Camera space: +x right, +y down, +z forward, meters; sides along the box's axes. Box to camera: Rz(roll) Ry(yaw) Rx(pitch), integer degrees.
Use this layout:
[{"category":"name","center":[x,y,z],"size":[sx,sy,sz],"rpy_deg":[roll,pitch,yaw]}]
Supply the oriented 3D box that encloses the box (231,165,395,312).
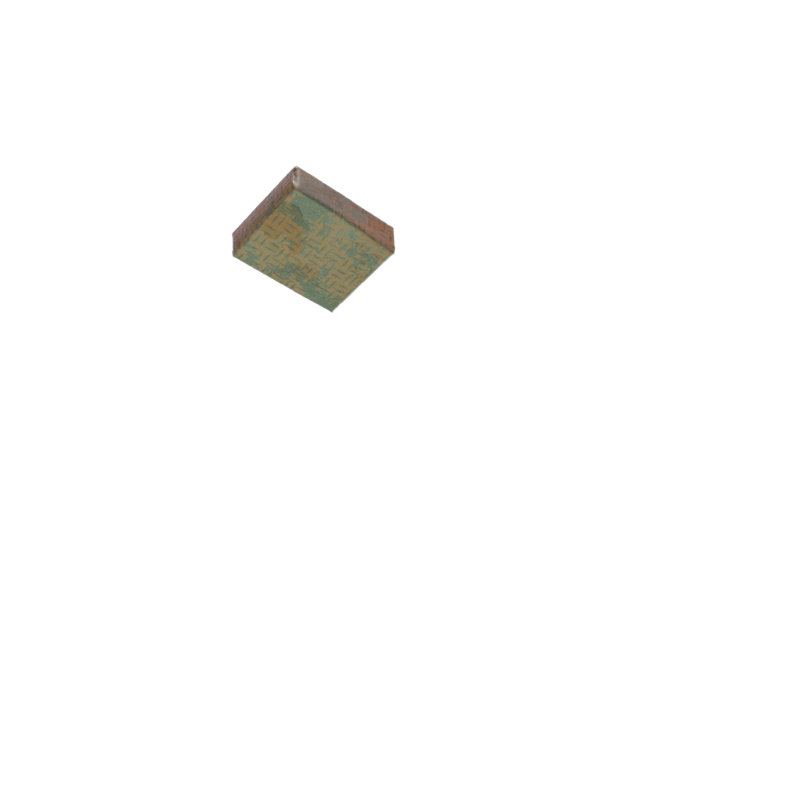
[{"category":"box","center":[-0.074,-0.135,0.947],"size":[0.108,0.042,0.088],"rpy_deg":[32,-56,-25]}]
